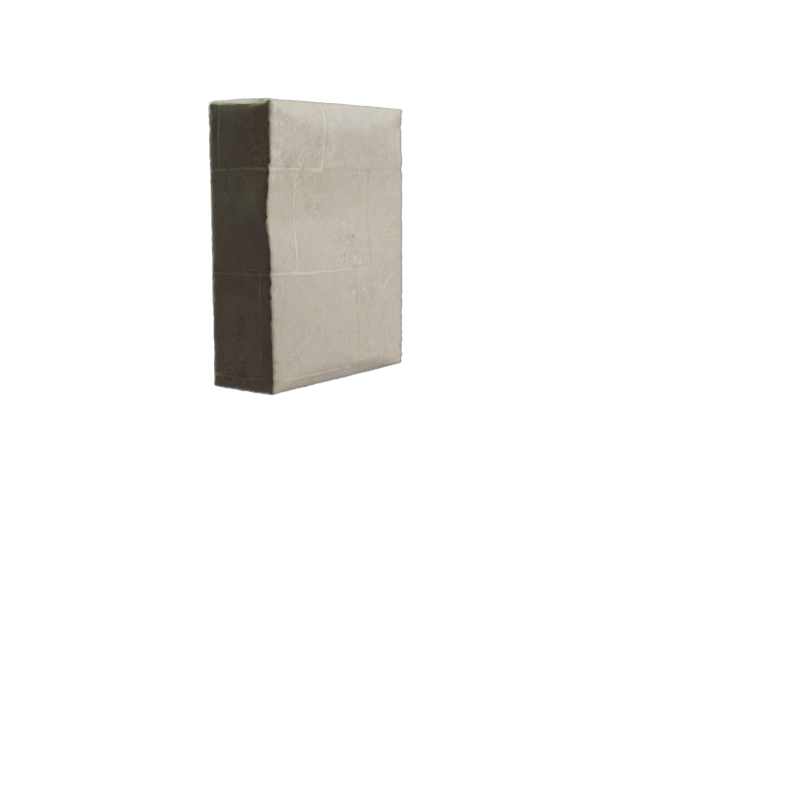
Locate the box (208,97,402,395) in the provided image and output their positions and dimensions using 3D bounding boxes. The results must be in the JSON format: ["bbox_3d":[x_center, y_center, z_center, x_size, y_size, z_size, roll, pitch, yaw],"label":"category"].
[{"bbox_3d":[-0.067,-0.123,0.862,0.075,0.212,0.159,4,7,37],"label":"box"}]
